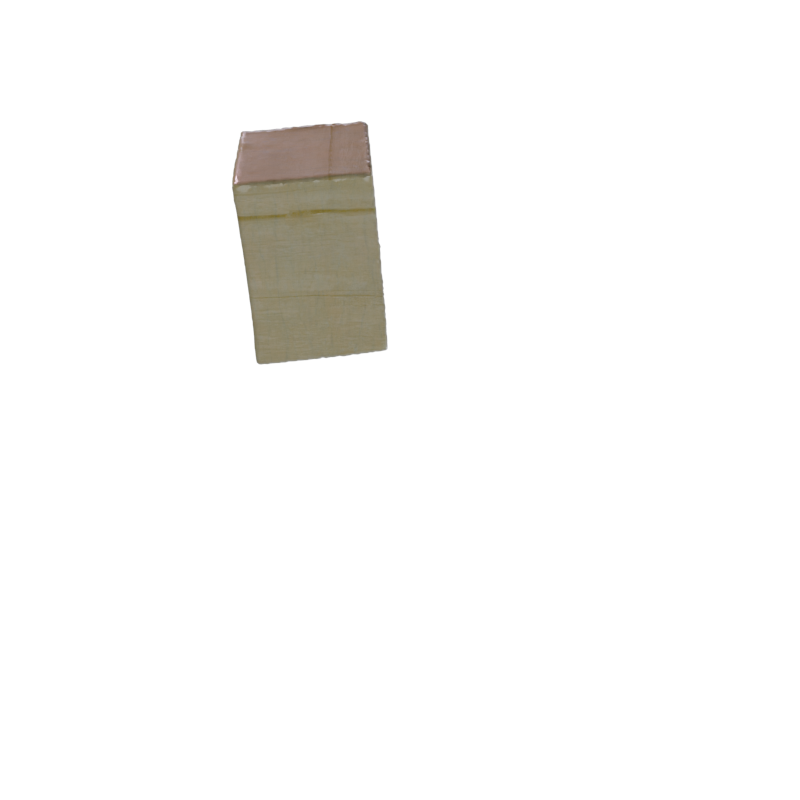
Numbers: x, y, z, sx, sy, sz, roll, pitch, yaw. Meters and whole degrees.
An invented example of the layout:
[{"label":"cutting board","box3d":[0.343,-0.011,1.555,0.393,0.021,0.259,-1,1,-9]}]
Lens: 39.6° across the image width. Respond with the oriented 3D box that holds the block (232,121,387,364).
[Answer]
[{"label":"block","box3d":[-0.034,-0.062,0.432,0.053,0.073,0.054,-4,30,0]}]
